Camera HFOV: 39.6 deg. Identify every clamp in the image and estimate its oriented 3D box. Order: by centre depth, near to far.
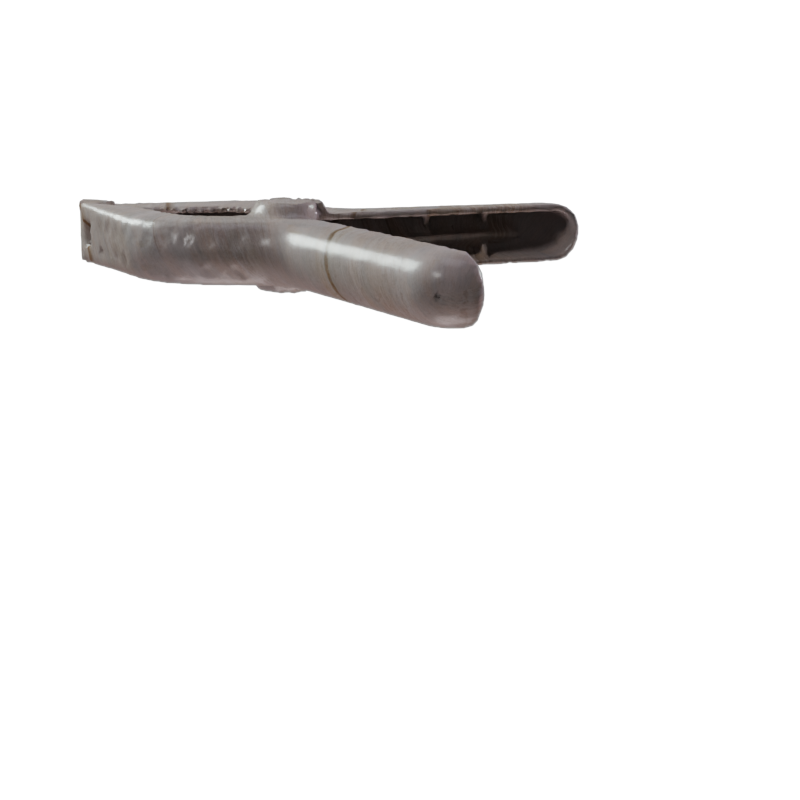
[{"bbox_3d":[-0.036,-0.065,0.456,0.218,0.035,0.162,8,17,28],"label":"clamp"}]
